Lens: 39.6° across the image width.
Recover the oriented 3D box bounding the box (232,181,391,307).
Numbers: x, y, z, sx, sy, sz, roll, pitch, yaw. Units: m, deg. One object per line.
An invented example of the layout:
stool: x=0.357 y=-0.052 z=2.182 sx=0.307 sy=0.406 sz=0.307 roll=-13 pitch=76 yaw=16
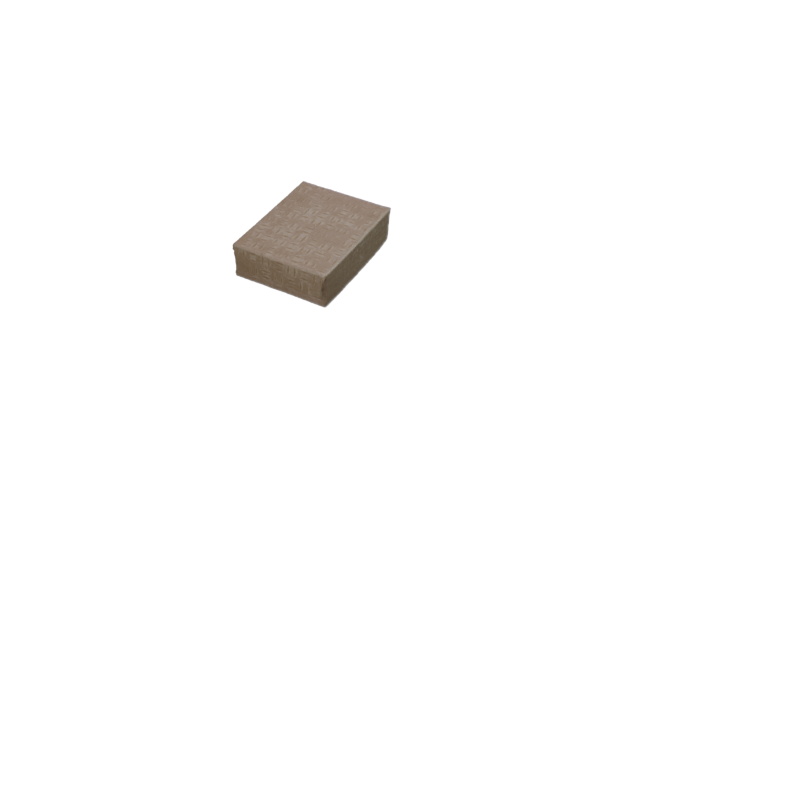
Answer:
box: x=-0.073 y=-0.133 z=0.932 sx=0.094 sy=0.036 sz=0.116 roll=20 pitch=43 yaw=22
